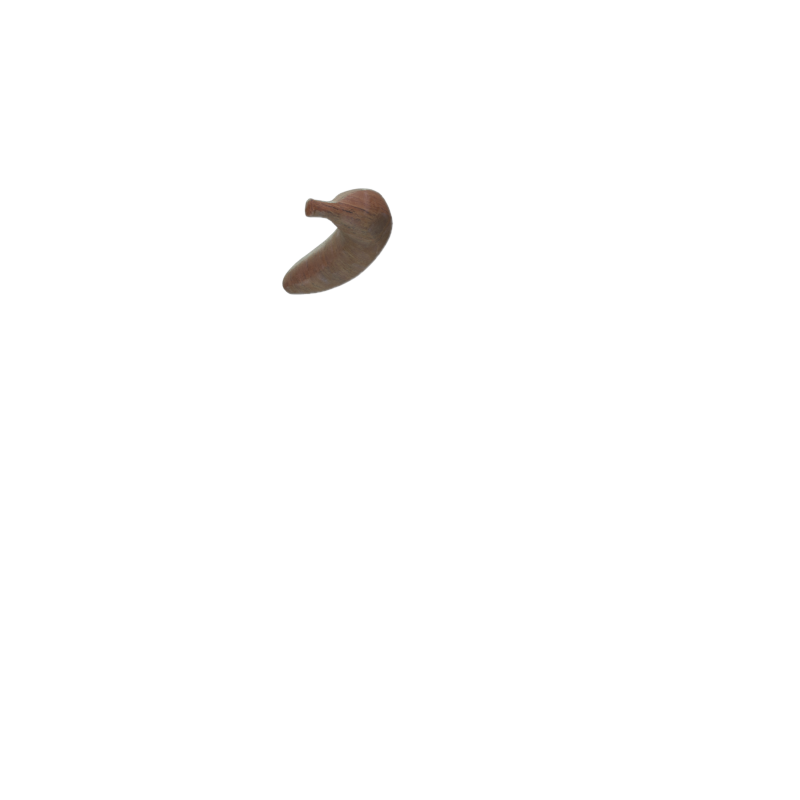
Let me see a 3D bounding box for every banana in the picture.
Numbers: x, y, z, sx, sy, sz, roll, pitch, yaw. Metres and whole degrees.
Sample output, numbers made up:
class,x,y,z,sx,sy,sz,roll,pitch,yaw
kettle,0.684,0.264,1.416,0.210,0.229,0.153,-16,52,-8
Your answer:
class,x,y,z,sx,sy,sz,roll,pitch,yaw
banana,-0.044,-0.116,0.807,0.069,0.038,0.192,2,-13,-10
